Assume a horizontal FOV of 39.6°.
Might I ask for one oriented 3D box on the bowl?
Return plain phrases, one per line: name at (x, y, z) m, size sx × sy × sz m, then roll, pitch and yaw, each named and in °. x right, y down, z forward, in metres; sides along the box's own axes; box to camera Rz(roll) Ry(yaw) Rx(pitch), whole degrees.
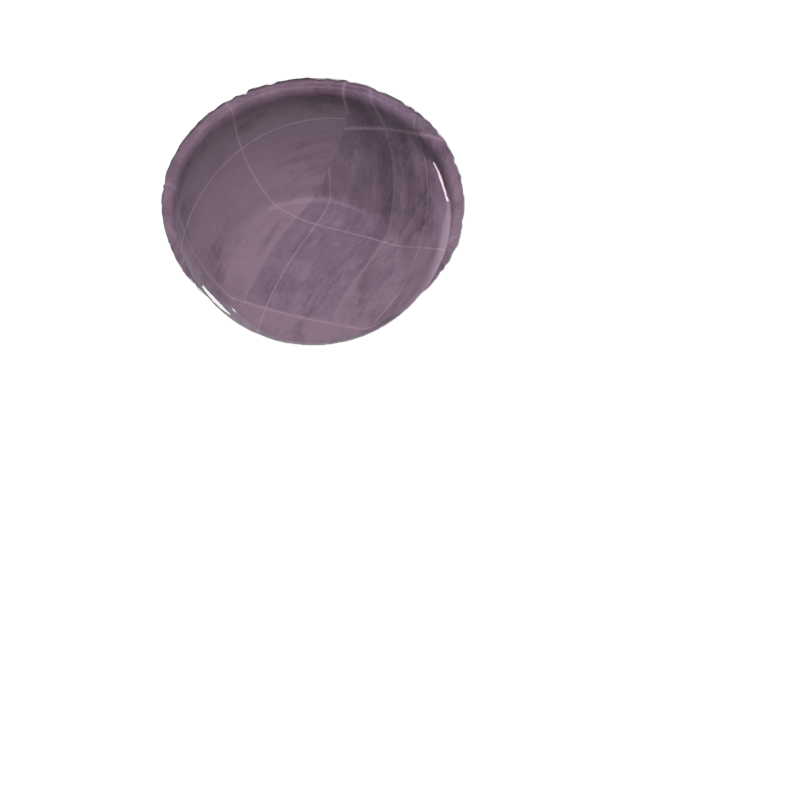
bowl at (-0.045, -0.081, 0.570) m, size 0.162 × 0.151 × 0.059 m, roll 1°, pitch 39°, yaw -1°
